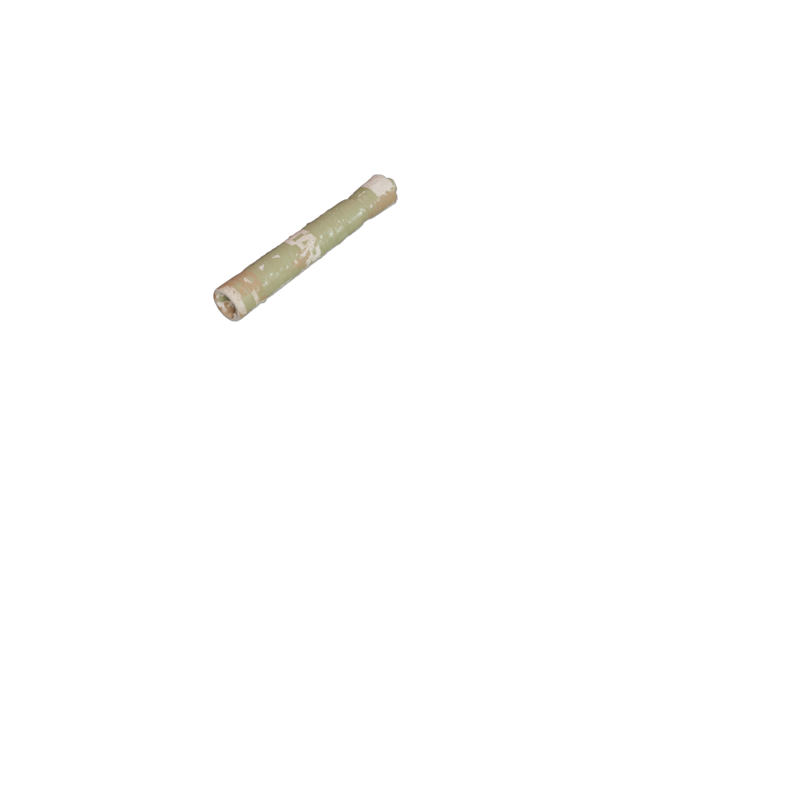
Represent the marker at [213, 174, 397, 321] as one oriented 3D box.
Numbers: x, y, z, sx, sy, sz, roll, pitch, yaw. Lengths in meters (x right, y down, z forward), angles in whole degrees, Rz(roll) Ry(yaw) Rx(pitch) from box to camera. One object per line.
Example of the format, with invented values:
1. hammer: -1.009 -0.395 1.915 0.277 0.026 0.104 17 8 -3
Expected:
1. marker: -0.043 -0.079 0.554 0.021 0.019 0.122 4 37 49
